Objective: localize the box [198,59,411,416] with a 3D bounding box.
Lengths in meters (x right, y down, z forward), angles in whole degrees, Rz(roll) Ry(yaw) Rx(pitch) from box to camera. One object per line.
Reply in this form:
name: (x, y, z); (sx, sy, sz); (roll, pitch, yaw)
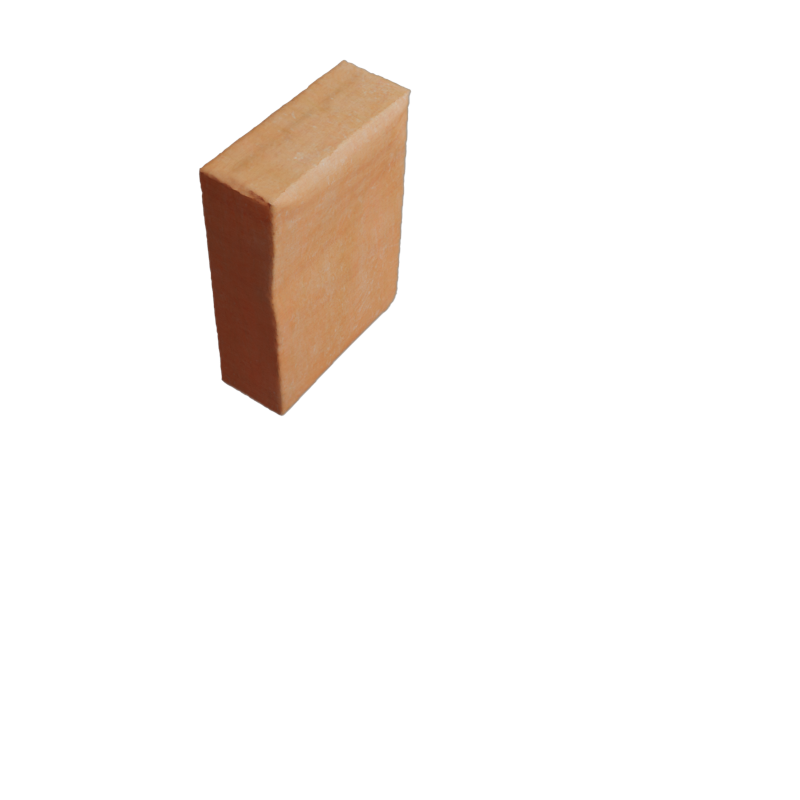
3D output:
box: (-0.065, -0.118, 0.825); (0.075, 0.199, 0.168); (27, 52, 20)
